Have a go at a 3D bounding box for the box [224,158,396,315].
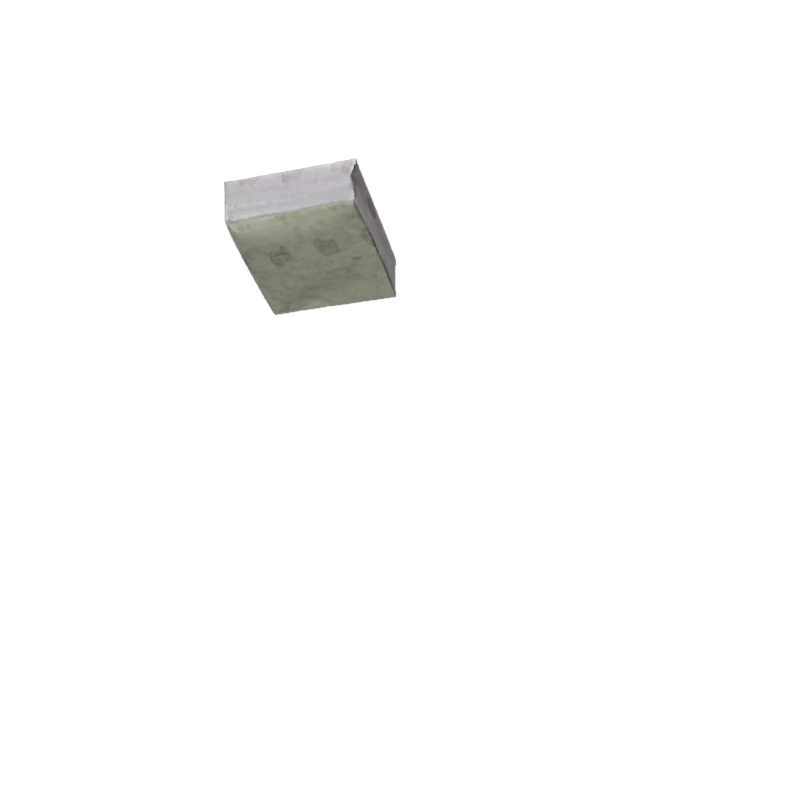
[{"bbox_3d":[-0.058,-0.105,0.735,0.091,0.042,0.105,-8,-32,12],"label":"box"}]
